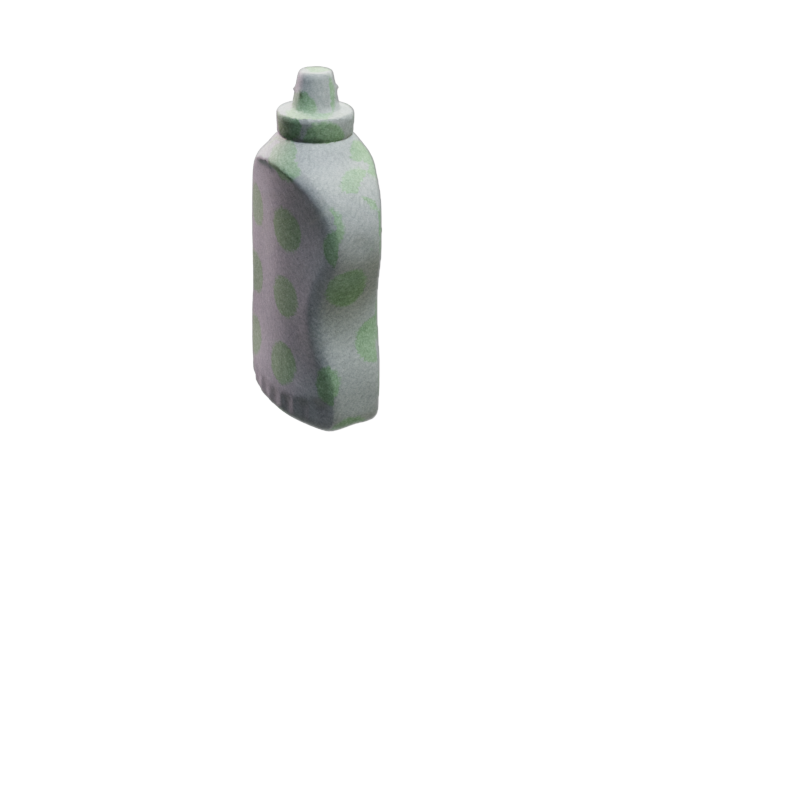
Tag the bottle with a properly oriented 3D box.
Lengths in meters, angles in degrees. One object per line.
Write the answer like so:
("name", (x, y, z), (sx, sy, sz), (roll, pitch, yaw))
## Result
("bottle", (-0.047, -0.087, 0.607), (0.057, 0.182, 0.103), (-12, 28, -28))
